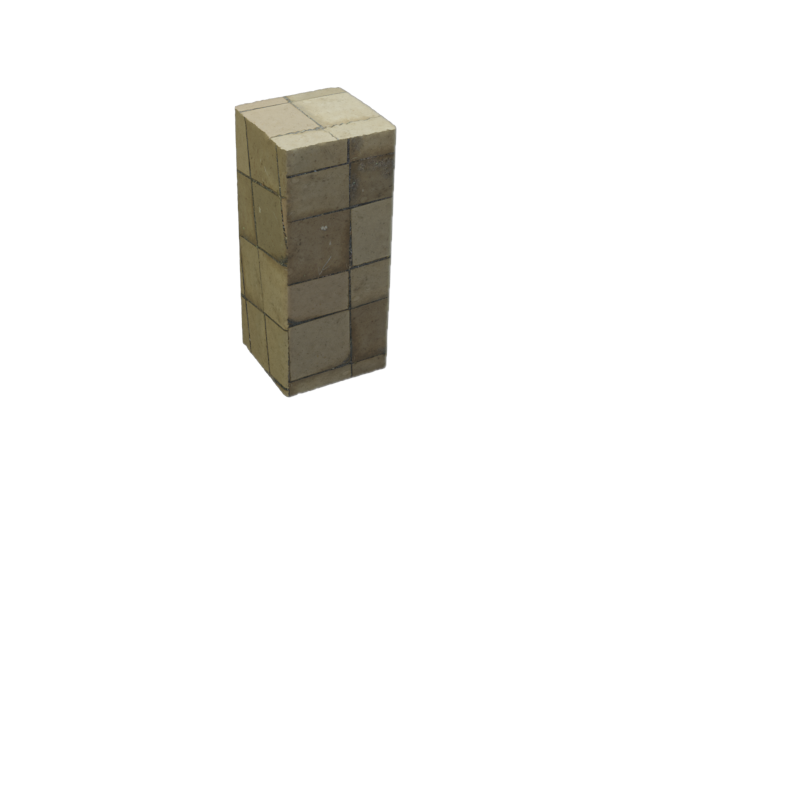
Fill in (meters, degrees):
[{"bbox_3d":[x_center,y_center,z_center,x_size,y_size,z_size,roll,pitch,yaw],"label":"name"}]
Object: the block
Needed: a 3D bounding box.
[{"bbox_3d":[-0.066,-0.120,0.840,0.089,0.194,0.097,-15,36,-25],"label":"block"}]
